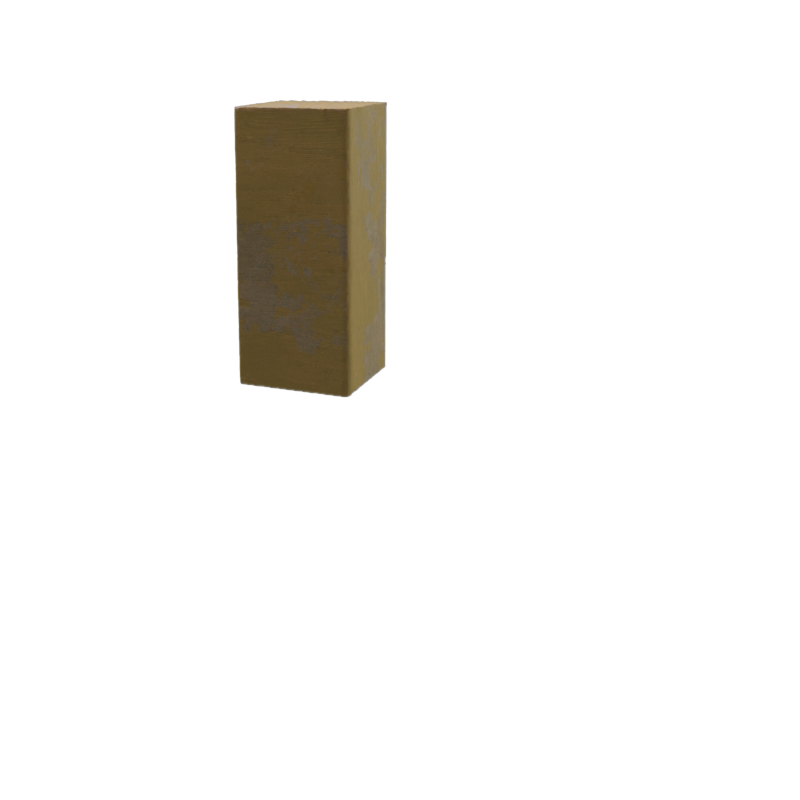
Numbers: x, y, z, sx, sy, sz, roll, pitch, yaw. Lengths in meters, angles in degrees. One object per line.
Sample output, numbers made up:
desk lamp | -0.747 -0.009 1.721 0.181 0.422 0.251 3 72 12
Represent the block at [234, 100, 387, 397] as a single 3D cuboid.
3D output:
block | -0.065 -0.118 0.829 0.093 0.201 0.090 5 13 19
